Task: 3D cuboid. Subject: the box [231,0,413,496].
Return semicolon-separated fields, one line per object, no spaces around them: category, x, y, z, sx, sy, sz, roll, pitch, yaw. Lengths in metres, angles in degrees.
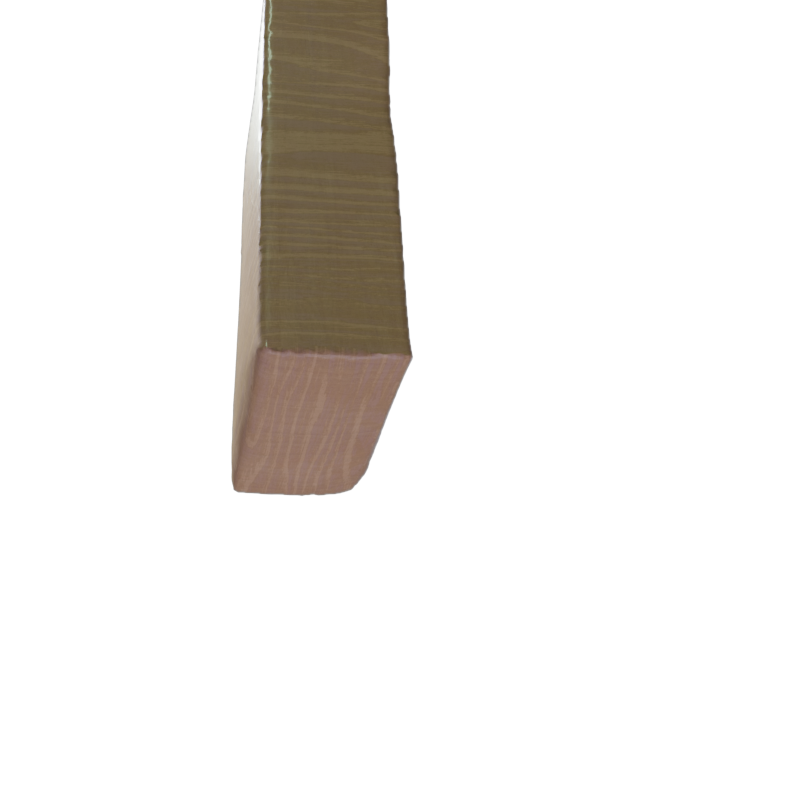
box;-0.044;-0.081;0.564;0.071;0.228;0.156;3;-30;-10
